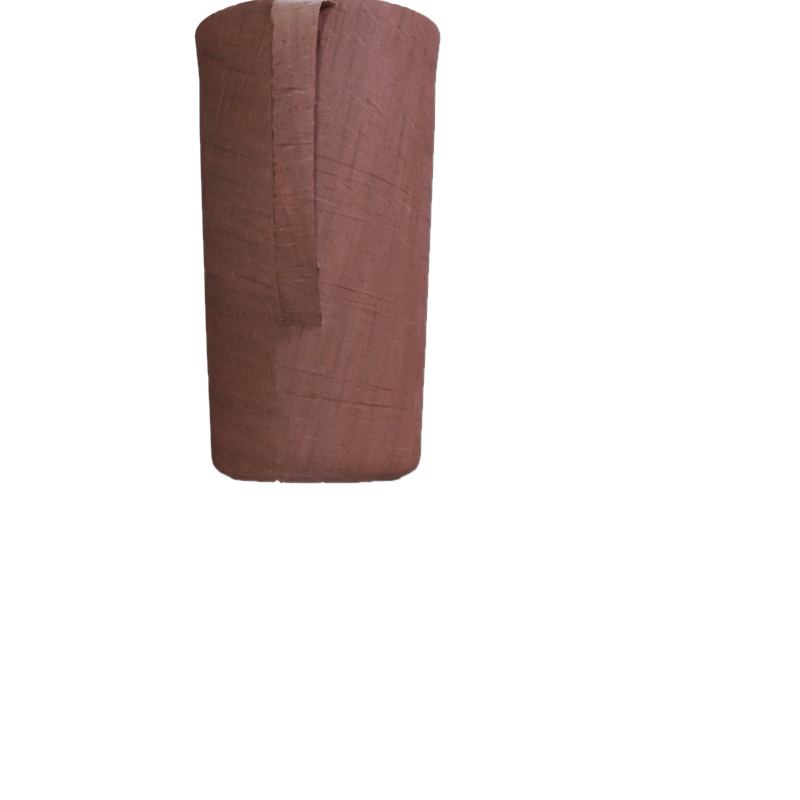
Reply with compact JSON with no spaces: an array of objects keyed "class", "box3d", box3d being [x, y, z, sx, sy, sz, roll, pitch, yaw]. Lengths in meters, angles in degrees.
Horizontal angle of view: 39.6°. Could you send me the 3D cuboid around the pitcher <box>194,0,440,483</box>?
[{"class":"pitcher","box3d":[-0.045,-0.082,0.577,0.142,0.248,0.149,6,-9,-42]}]
